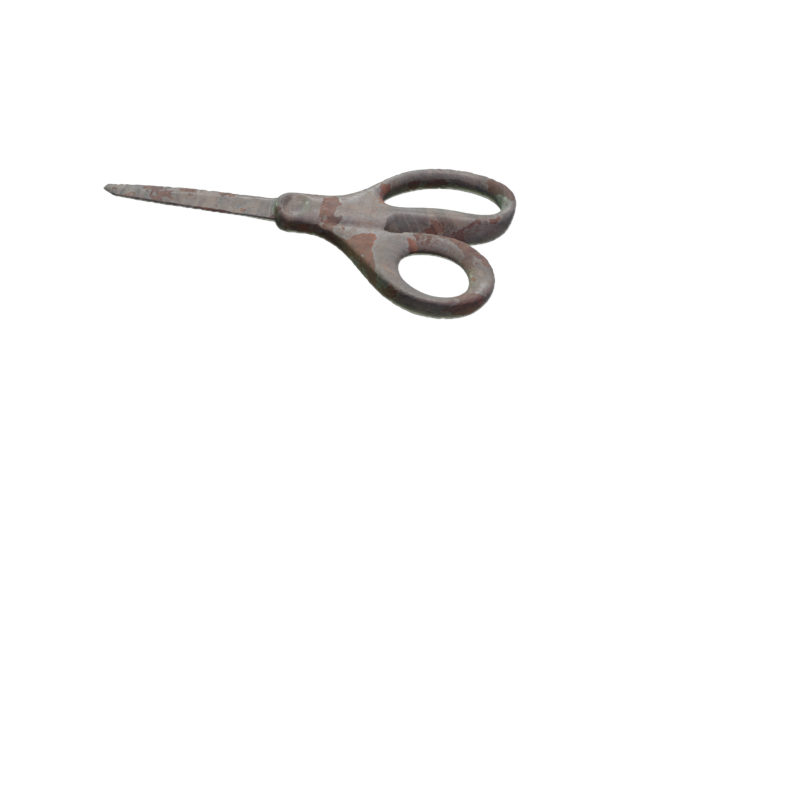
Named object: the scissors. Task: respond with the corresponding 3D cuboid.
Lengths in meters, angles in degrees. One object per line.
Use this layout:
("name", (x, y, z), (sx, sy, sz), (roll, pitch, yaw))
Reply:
("scissors", (-0.042, -0.076, 0.531), (0.201, 0.104, 0.015), (-5, -38, -4))
